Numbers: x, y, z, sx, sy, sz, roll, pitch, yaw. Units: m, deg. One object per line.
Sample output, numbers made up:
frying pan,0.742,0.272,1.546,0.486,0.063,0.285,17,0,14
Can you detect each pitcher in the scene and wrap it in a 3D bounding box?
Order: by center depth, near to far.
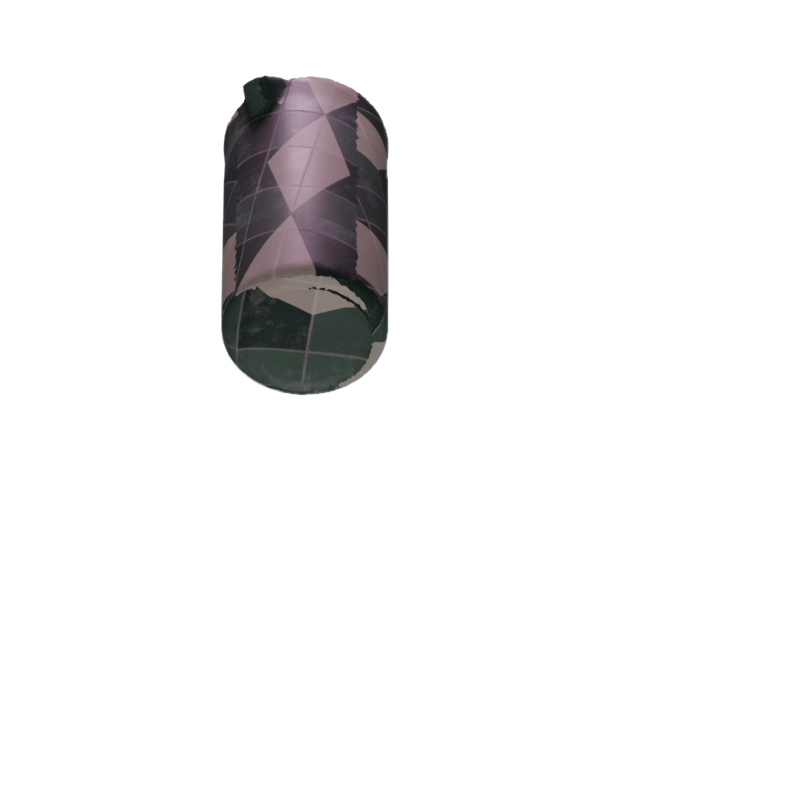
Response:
pitcher,-0.063,-0.115,0.808,0.146,0.138,0.261,13,39,-14
